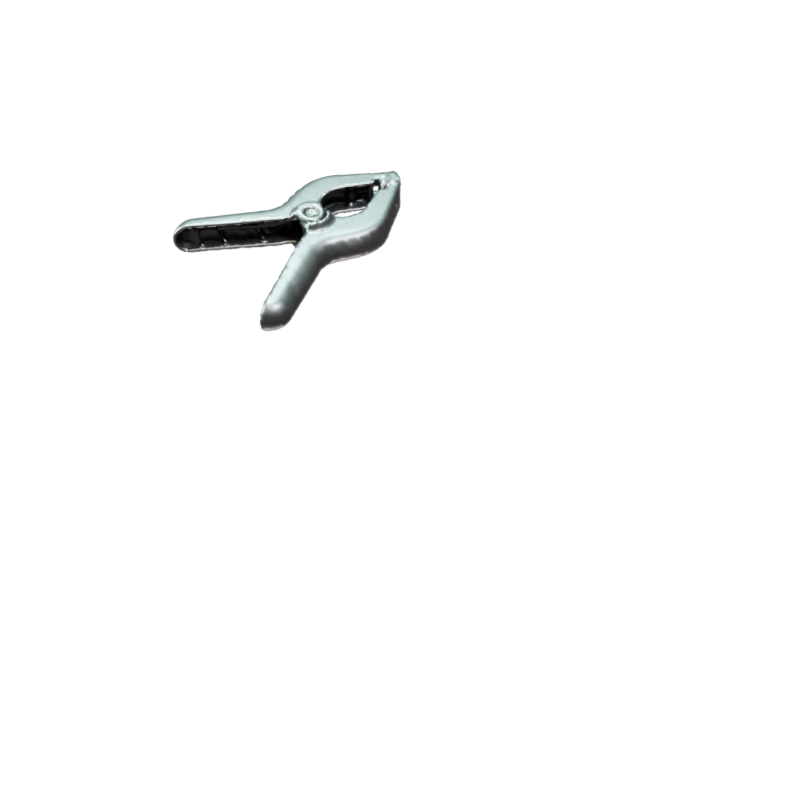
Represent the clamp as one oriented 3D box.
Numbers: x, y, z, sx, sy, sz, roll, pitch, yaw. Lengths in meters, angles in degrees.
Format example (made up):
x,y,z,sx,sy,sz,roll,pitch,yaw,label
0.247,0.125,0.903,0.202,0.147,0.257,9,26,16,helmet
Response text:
x,y,z,sx,sy,sz,roll,pitch,yaw,label
-0.061,-0.112,0.785,0.170,0.129,0.036,-25,-35,-19,clamp
